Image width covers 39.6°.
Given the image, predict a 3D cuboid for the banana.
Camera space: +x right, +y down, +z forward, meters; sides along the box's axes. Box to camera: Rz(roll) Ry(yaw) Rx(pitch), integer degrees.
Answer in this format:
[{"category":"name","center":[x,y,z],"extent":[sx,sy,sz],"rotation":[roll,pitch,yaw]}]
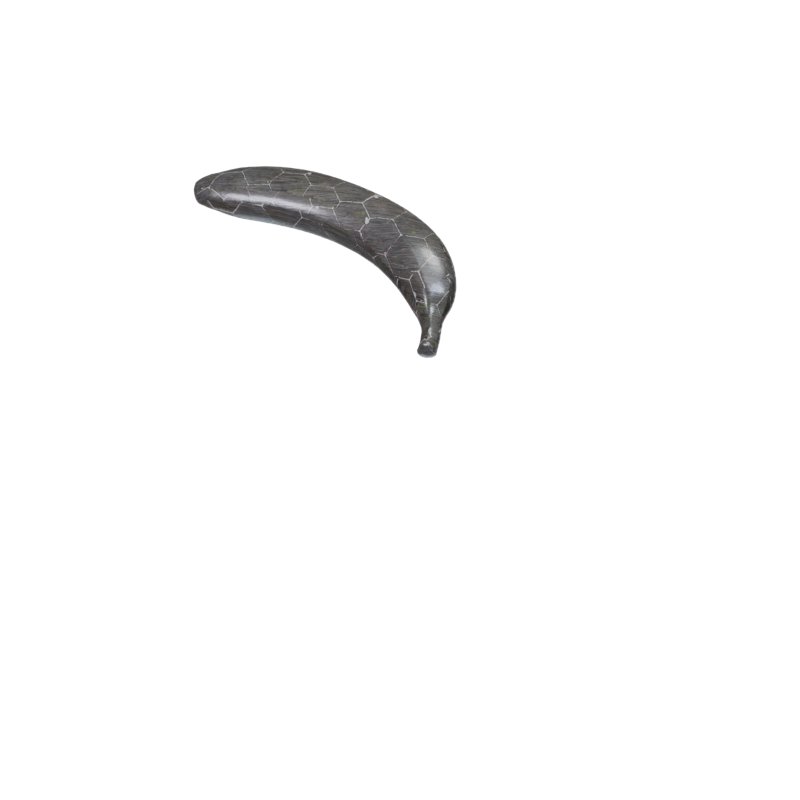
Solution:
[{"category":"banana","center":[-0.036,-0.101,0.661],"extent":[0.211,0.034,0.070],"rotation":[34,54,30]}]
